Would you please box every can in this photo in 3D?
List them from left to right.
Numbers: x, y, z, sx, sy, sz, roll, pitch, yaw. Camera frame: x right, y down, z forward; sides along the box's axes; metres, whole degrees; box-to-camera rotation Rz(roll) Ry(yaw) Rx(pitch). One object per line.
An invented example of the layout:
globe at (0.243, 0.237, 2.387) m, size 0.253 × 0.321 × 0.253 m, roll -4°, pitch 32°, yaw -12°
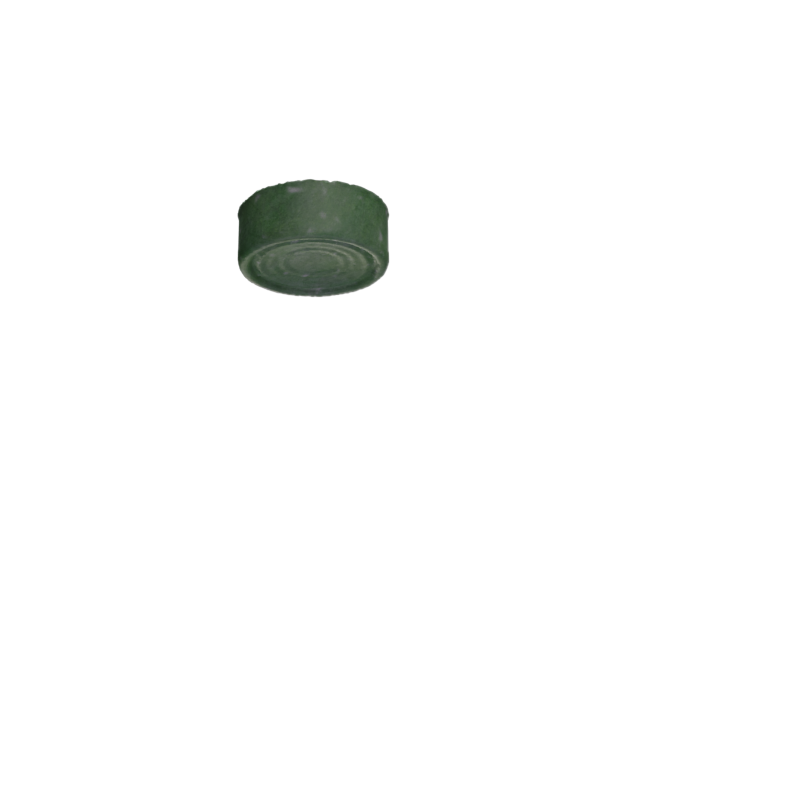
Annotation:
can at (-0.049, -0.089, 0.622) m, size 0.086 × 0.035 × 0.082 m, roll 0°, pitch -20°, yaw -2°
